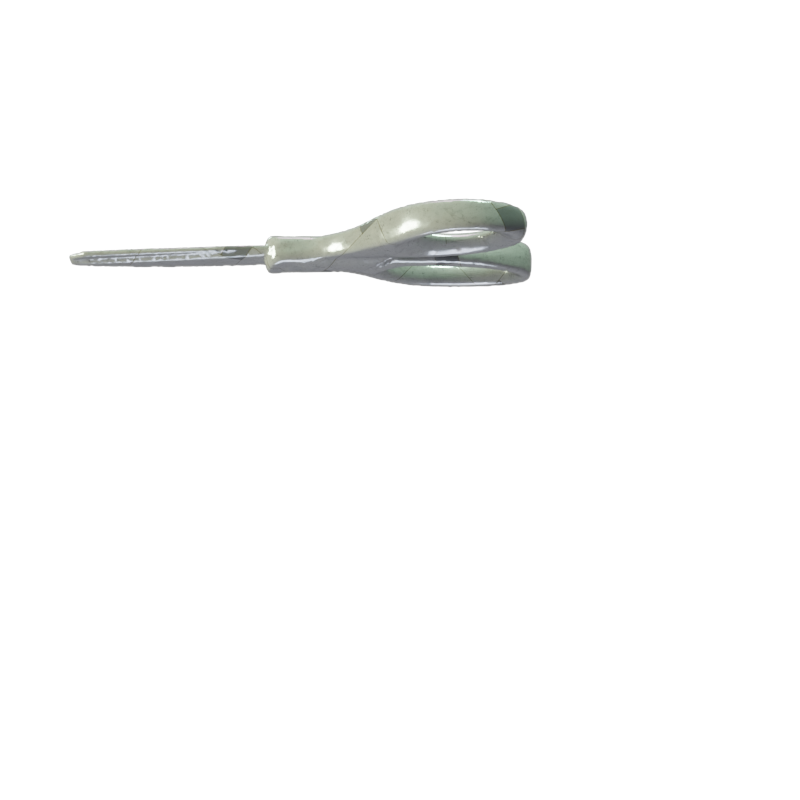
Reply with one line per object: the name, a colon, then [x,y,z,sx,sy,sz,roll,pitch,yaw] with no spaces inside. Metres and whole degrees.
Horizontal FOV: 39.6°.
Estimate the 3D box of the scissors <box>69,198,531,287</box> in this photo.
scissors: [-0.036,-0.066,0.464,0.198,0.016,0.094,2,-11,-11]
